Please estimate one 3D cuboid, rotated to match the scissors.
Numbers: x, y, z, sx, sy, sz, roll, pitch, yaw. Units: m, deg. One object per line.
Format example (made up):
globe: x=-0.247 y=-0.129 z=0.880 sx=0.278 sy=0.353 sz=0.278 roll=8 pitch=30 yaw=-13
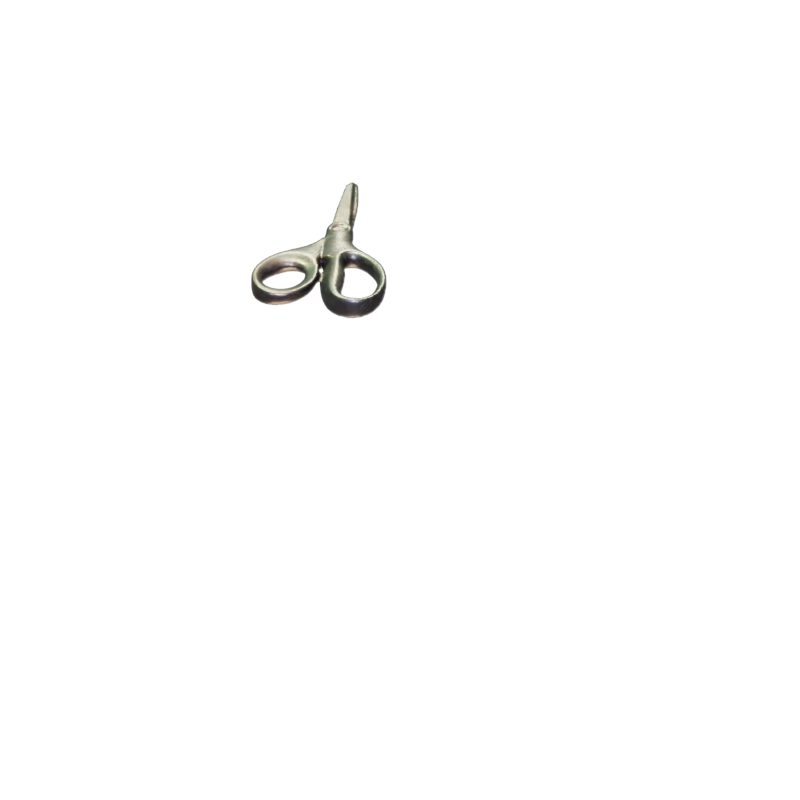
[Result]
scissors: x=-0.060 y=-0.110 z=0.772 sx=0.095 sy=0.015 sz=0.216 roll=-5 pitch=32 yaw=-9
